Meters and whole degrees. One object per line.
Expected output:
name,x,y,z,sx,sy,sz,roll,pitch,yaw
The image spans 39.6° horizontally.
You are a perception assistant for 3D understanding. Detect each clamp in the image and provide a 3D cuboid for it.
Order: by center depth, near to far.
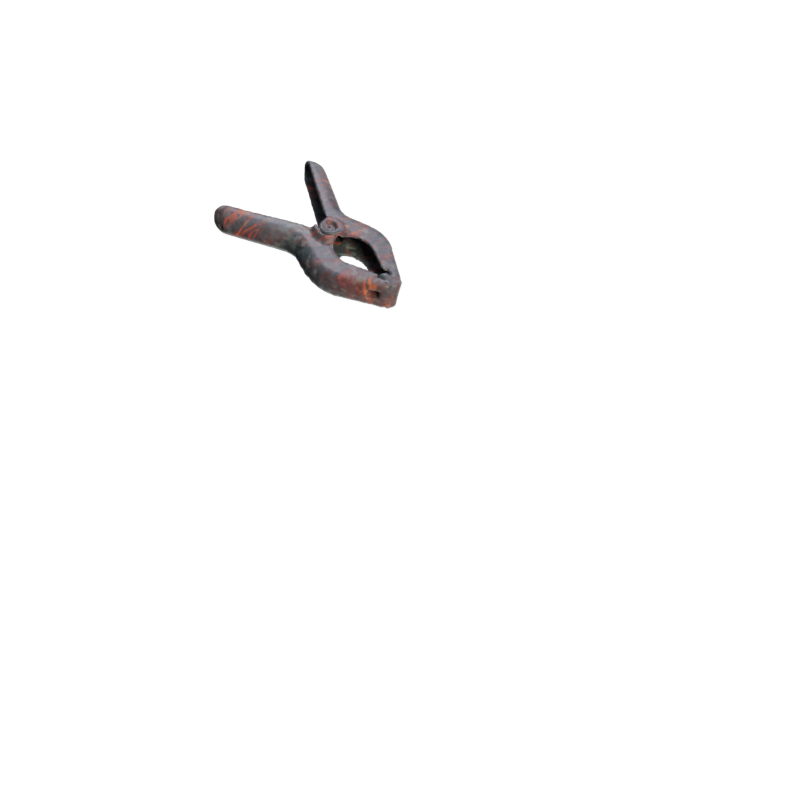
clamp,-0.073,-0.134,0.939,0.120,0.036,0.184,-28,55,-23
